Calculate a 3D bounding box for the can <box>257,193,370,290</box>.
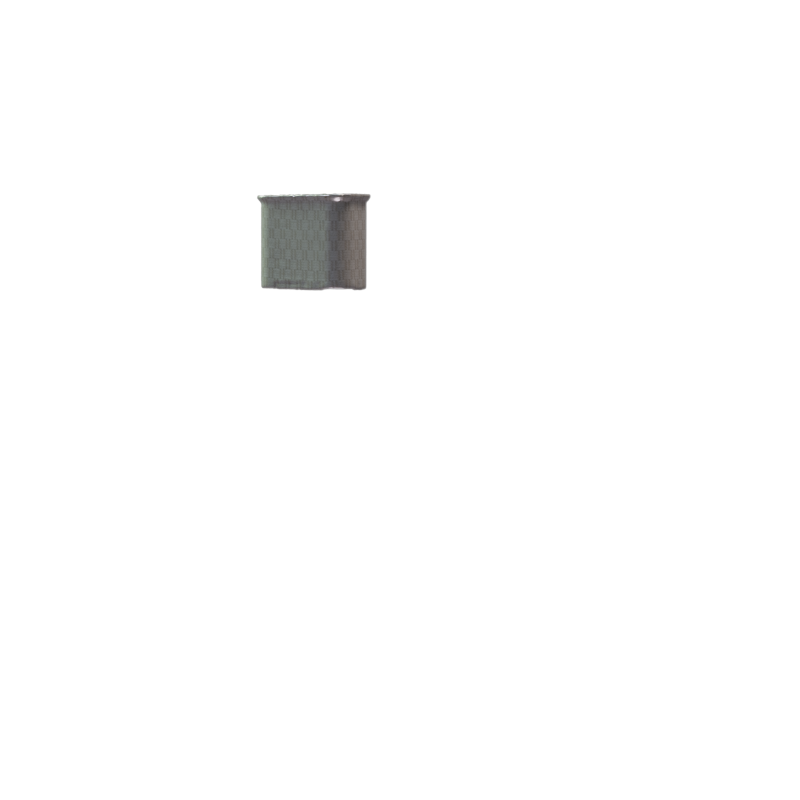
[{"bbox_3d":[-0.077,-0.141,0.985,0.106,0.083,0.056,4,5,34],"label":"can"}]
